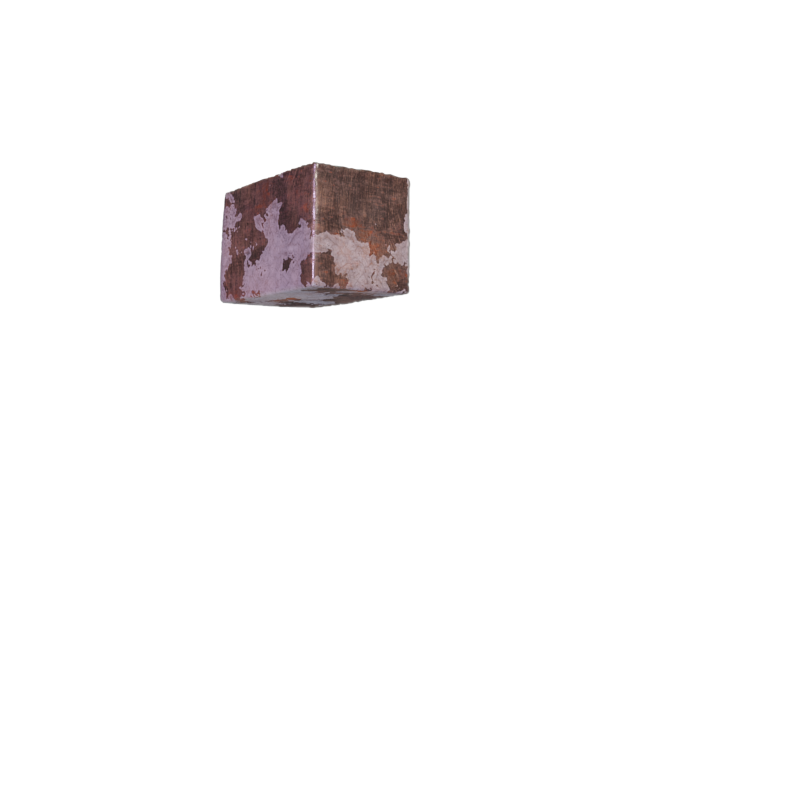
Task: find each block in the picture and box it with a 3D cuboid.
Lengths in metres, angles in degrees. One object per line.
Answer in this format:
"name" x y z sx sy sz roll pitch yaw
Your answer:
"block" -0.039 -0.070 0.492 0.050 0.052 0.080 4 -5 -37
